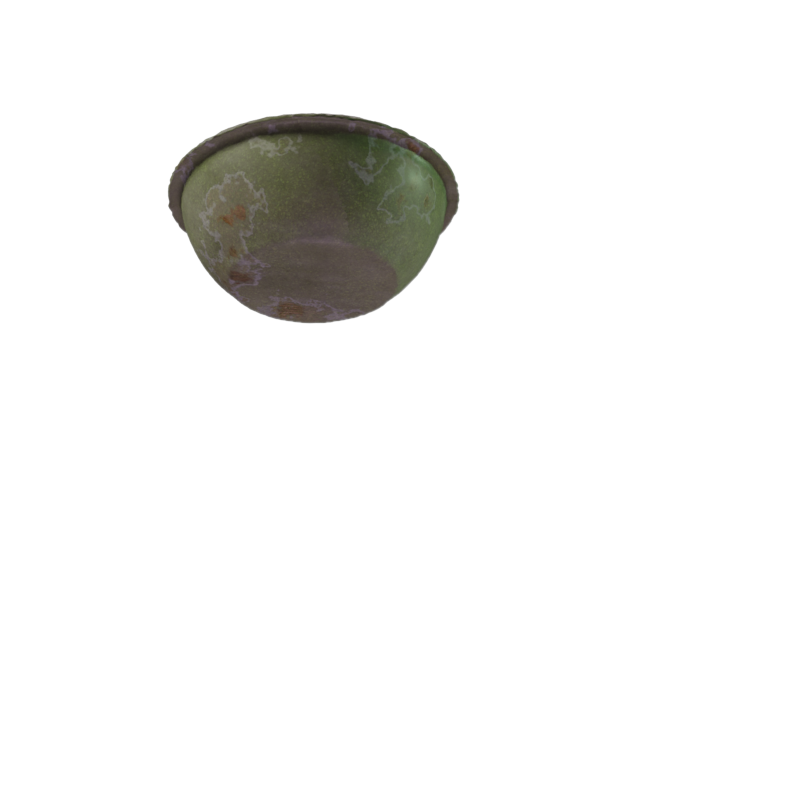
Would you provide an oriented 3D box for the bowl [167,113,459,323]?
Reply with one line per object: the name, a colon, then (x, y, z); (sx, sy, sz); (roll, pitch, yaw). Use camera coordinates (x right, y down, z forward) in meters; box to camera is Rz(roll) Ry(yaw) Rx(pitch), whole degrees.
bowl: (-0.047, -0.086, 0.605); (0.162, 0.058, 0.153); (1, -25, -2)
